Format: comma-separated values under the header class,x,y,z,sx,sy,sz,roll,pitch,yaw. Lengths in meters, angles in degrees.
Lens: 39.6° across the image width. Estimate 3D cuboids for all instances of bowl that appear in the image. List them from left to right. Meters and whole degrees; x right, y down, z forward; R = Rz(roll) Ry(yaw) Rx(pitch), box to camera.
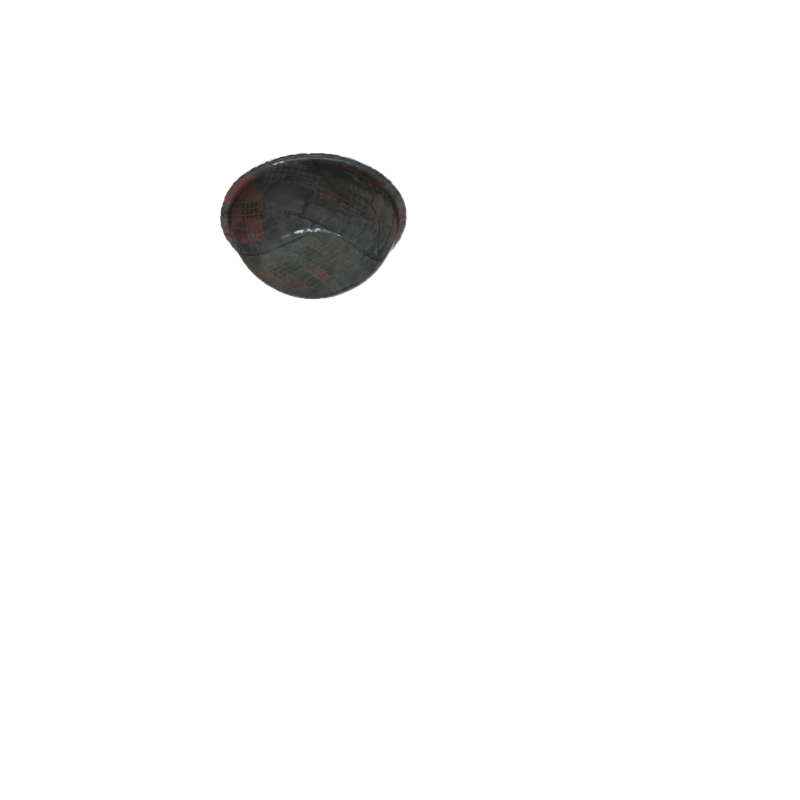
class,x,y,z,sx,sy,sz,roll,pitch,yaw
bowl,-0.074,-0.135,0.944,0.162,0.059,0.151,1,-37,-2
